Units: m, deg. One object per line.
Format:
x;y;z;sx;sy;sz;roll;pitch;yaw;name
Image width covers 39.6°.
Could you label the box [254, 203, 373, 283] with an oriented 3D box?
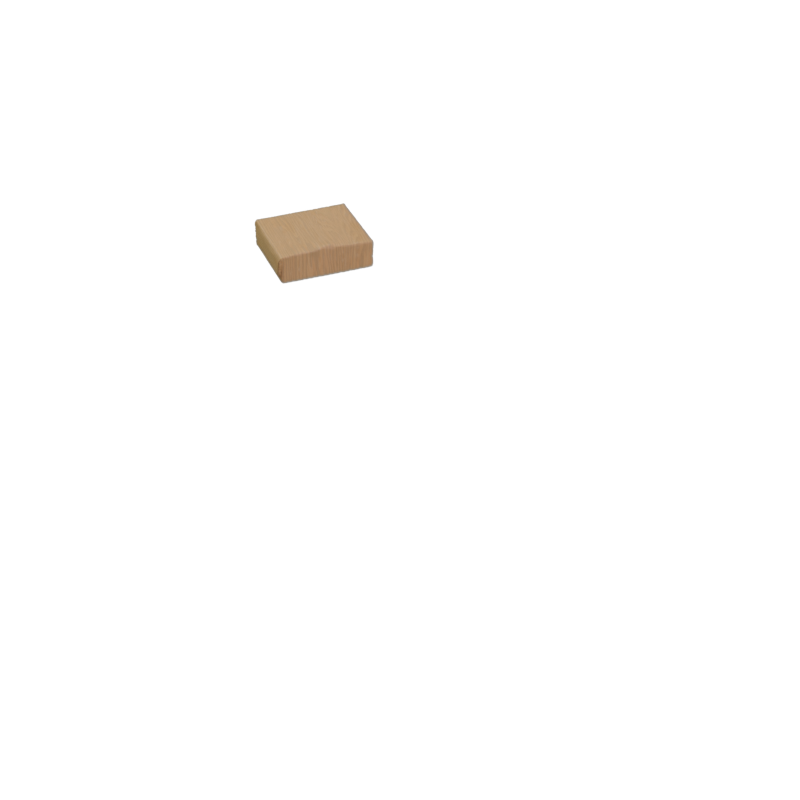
-0.078;-0.141;0.991;0.088;0.028;0.079;-13;38;-17;box
